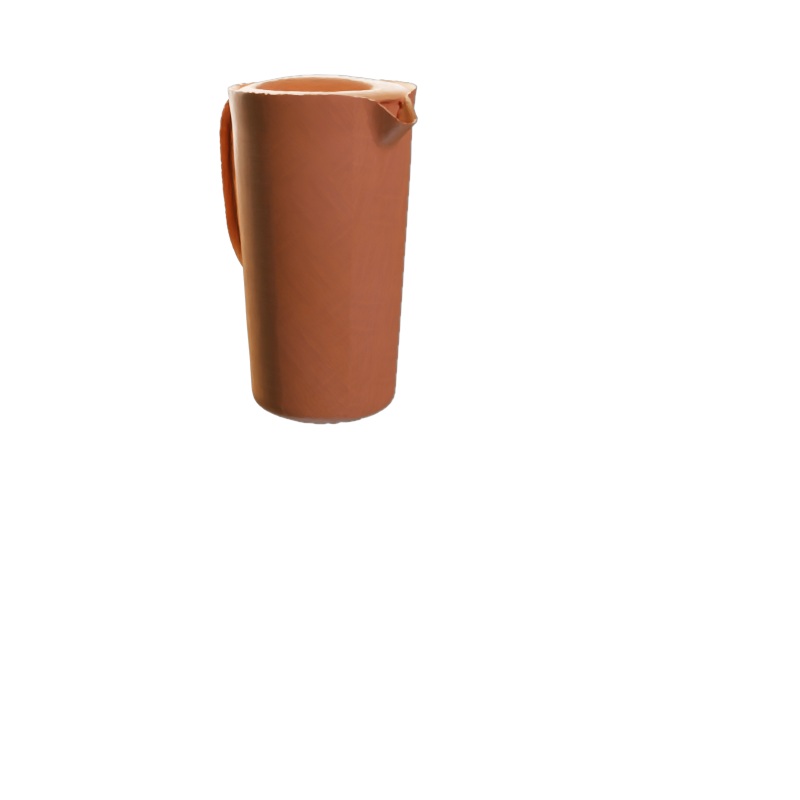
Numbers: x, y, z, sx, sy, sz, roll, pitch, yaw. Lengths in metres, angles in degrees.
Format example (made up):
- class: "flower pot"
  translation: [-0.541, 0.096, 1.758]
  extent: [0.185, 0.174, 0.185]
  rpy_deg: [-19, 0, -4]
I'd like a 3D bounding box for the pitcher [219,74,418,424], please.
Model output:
- class: "pitcher"
  translation: [-0.064, -0.116, 0.812]
  extent: [0.145, 0.235, 0.155]
  rpy_deg: [0, 15, -2]
